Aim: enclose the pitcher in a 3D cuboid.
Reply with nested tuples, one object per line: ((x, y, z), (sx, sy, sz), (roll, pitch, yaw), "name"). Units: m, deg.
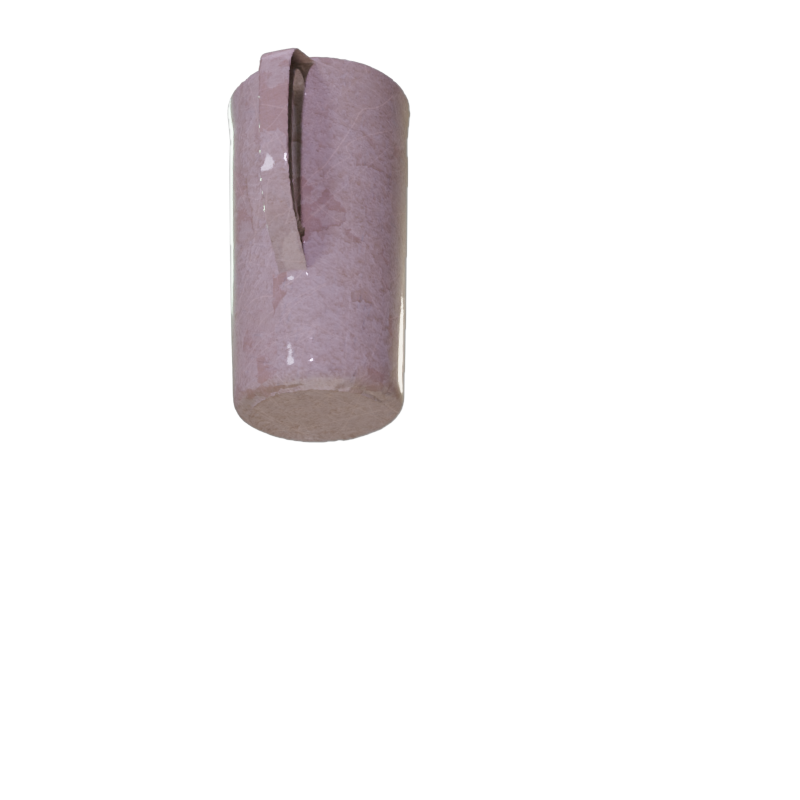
((-0.058, -0.106, 0.744), (0.142, 0.258, 0.143), (15, -33, -29), "pitcher")
